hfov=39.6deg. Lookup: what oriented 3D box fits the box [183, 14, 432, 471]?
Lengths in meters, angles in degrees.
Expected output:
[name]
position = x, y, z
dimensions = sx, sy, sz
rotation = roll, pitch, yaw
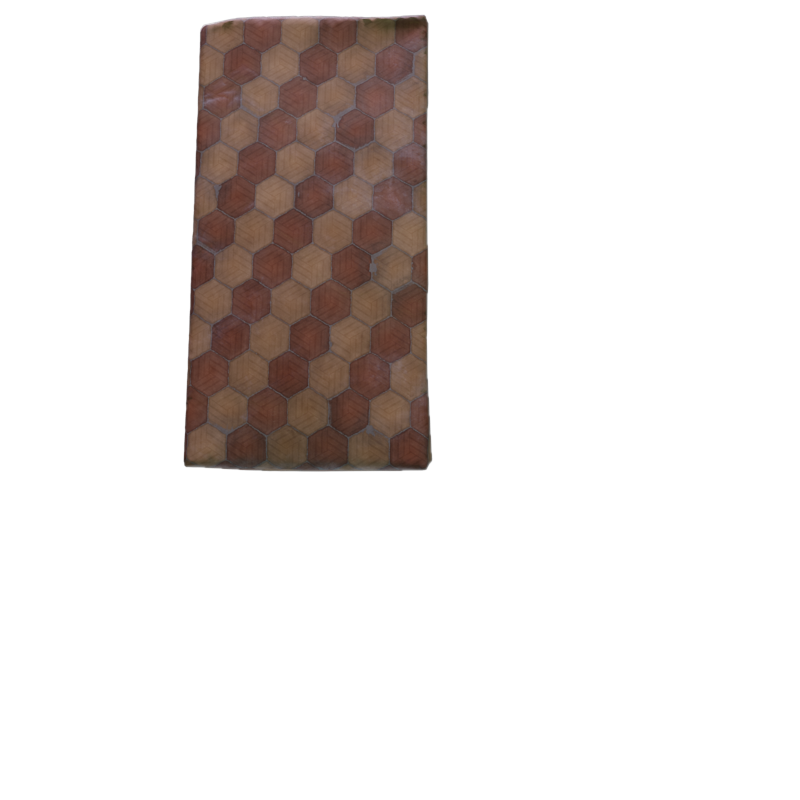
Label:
[box]
position = -0.034, -0.062, 0.437
dimensions = 0.094, 0.180, 0.047
rotation = -1, -8, 4
